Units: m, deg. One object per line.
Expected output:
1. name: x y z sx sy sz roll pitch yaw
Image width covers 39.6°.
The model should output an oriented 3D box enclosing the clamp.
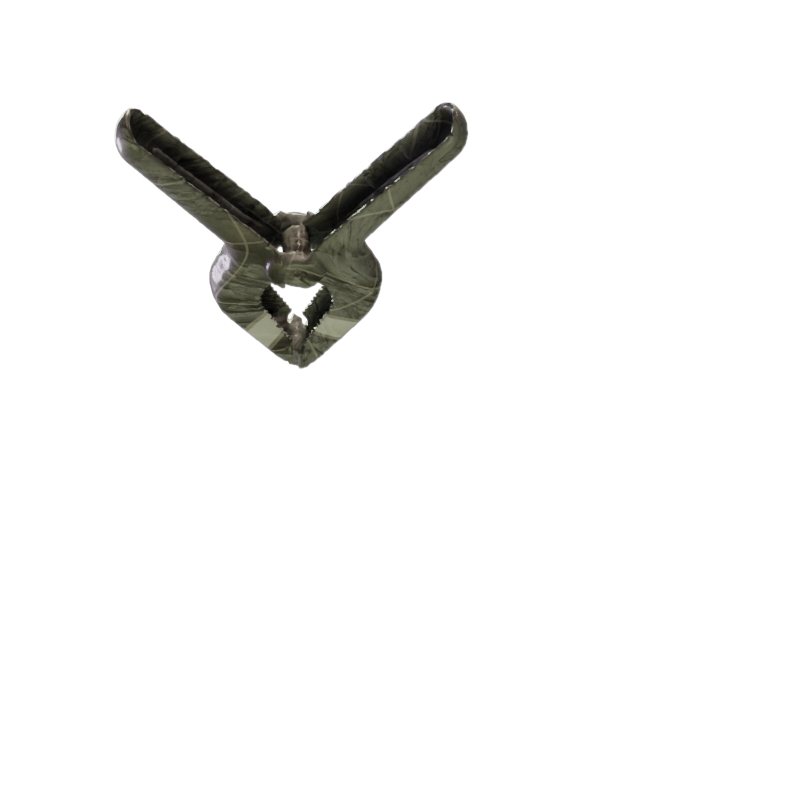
1. clamp: -0.046 -0.084 0.586 0.165 0.039 0.195 -3 -32 4
